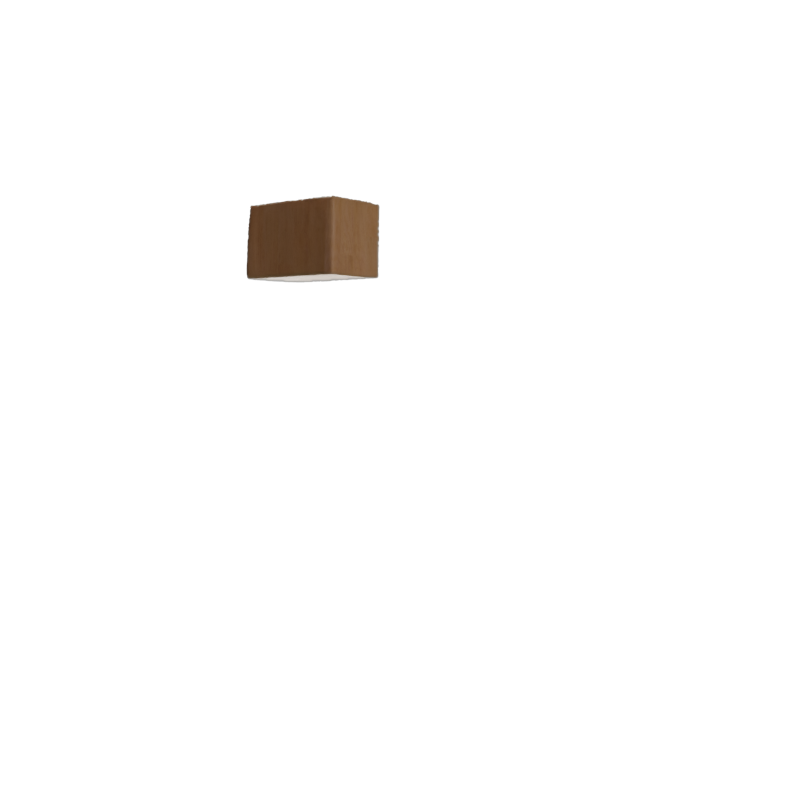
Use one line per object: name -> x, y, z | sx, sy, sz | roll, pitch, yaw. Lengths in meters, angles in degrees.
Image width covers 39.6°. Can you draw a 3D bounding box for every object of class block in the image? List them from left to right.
block -> -0.059, -0.108, 0.758 | 0.081, 0.052, 0.050 | 0, -2, 38
